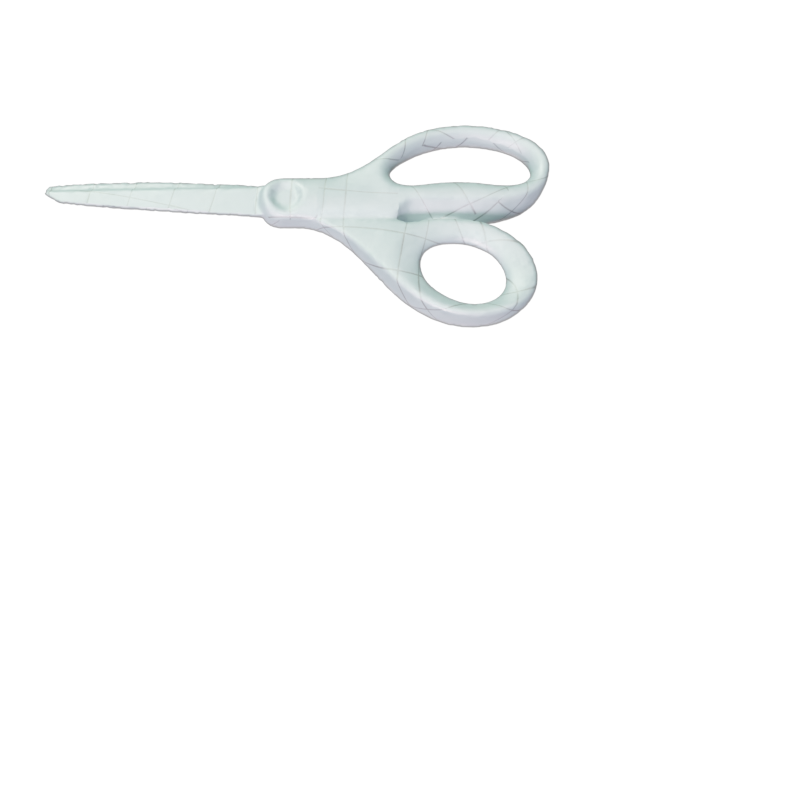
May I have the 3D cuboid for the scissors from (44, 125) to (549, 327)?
[{"bbox_3d":[-0.034,-0.062,0.437,0.200,0.103,0.015,-12,-27,-6],"label":"scissors"}]
